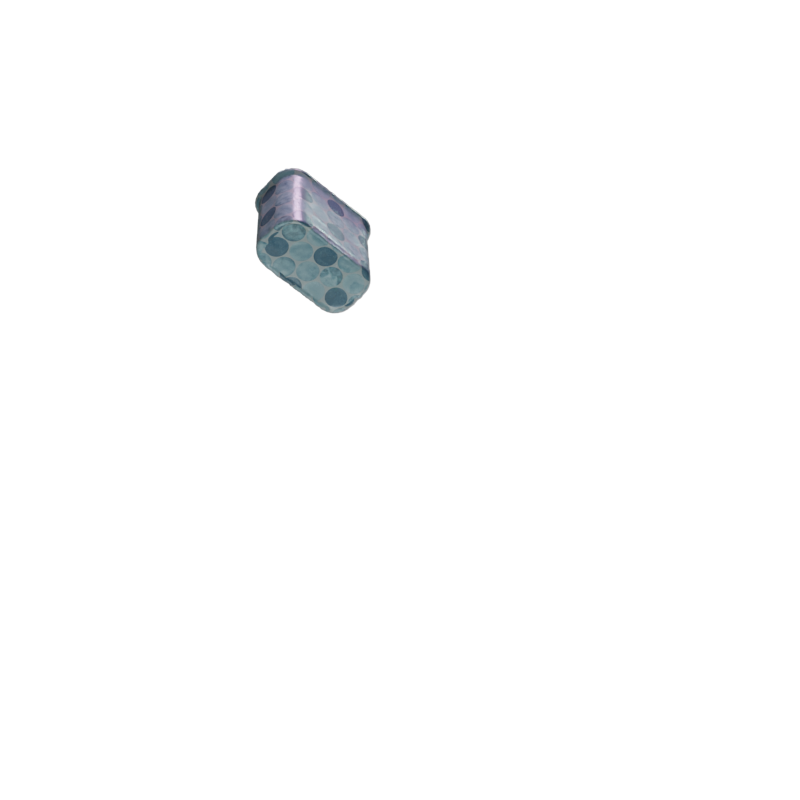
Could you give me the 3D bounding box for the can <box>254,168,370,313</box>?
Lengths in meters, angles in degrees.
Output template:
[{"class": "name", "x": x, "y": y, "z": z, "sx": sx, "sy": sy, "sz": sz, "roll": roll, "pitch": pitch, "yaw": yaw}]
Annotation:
[{"class": "can", "x": -0.071, "y": -0.130, "z": 0.912, "sx": 0.097, "sy": 0.057, "sz": 0.089, "roll": 36, "pitch": 27, "yaw": -23}]
